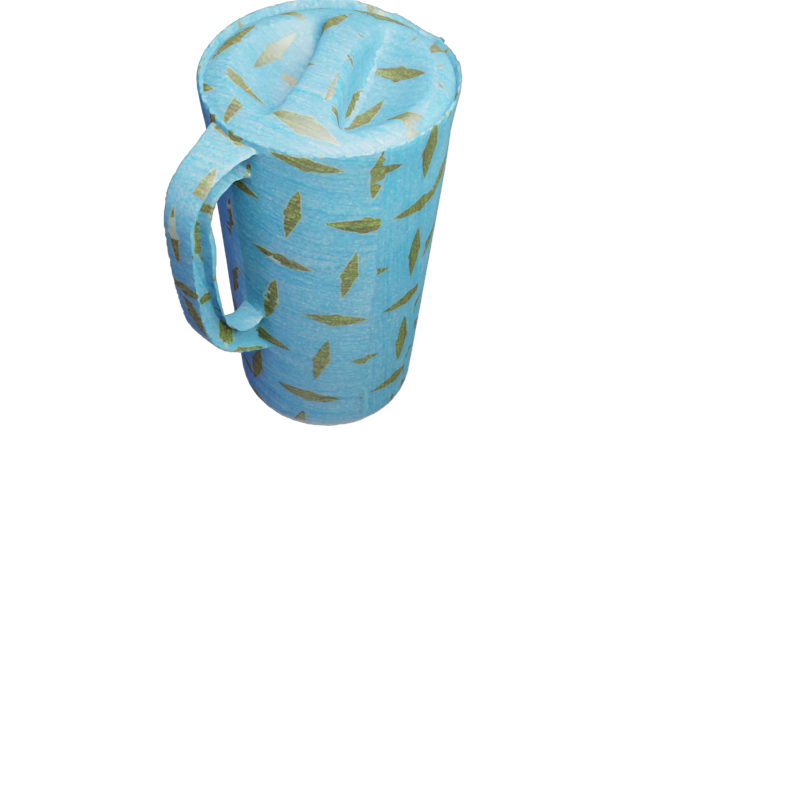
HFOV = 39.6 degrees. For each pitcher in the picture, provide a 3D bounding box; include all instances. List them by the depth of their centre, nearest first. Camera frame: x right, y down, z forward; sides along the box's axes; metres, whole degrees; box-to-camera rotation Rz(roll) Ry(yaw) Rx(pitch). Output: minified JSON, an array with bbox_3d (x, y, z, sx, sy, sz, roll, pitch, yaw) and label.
[{"bbox_3d":[-0.049,-0.090,0.631,0.149,0.156,0.226,-1,-41,-4],"label":"pitcher"}]
